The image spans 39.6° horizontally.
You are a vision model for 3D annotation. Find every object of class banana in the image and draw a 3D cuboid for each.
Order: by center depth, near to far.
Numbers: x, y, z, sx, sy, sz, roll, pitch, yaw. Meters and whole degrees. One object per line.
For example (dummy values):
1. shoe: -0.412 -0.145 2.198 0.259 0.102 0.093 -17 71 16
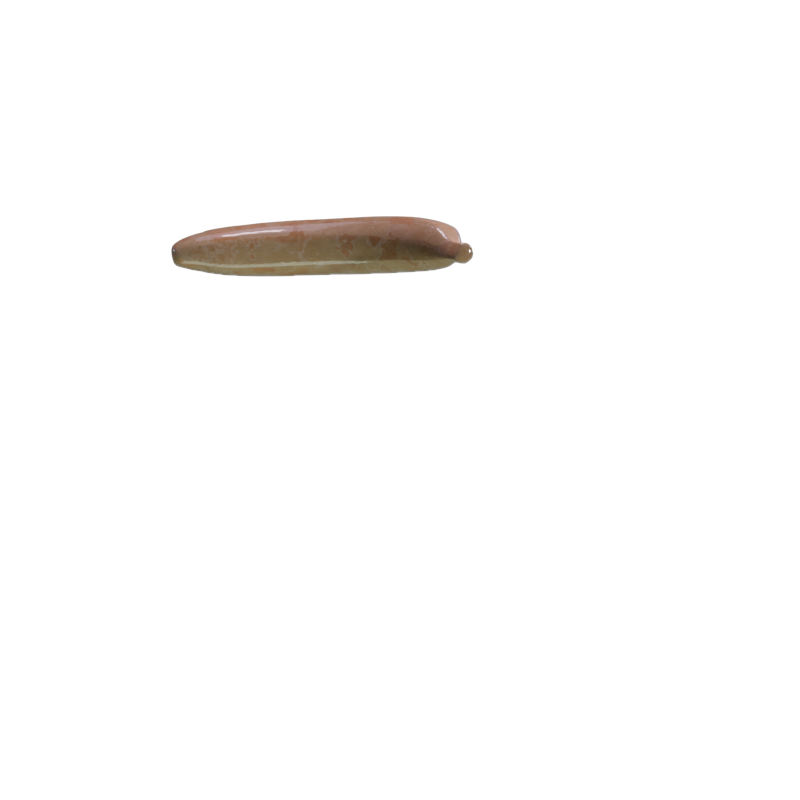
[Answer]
1. banana: -0.045 -0.099 0.705 0.202 0.037 0.067 0 0 20
